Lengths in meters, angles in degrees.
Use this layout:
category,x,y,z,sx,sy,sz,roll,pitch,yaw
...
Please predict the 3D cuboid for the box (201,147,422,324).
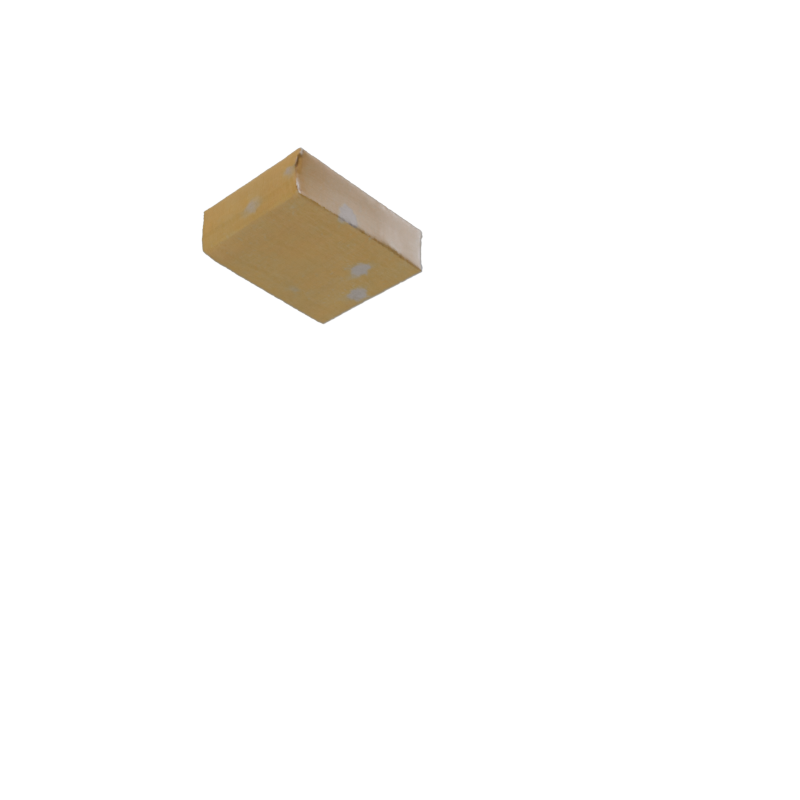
category,x,y,z,sx,sy,sz,roll,pitch,yaw
box,-0.055,-0.099,0.697,0.090,0.042,0.106,-27,-41,36
